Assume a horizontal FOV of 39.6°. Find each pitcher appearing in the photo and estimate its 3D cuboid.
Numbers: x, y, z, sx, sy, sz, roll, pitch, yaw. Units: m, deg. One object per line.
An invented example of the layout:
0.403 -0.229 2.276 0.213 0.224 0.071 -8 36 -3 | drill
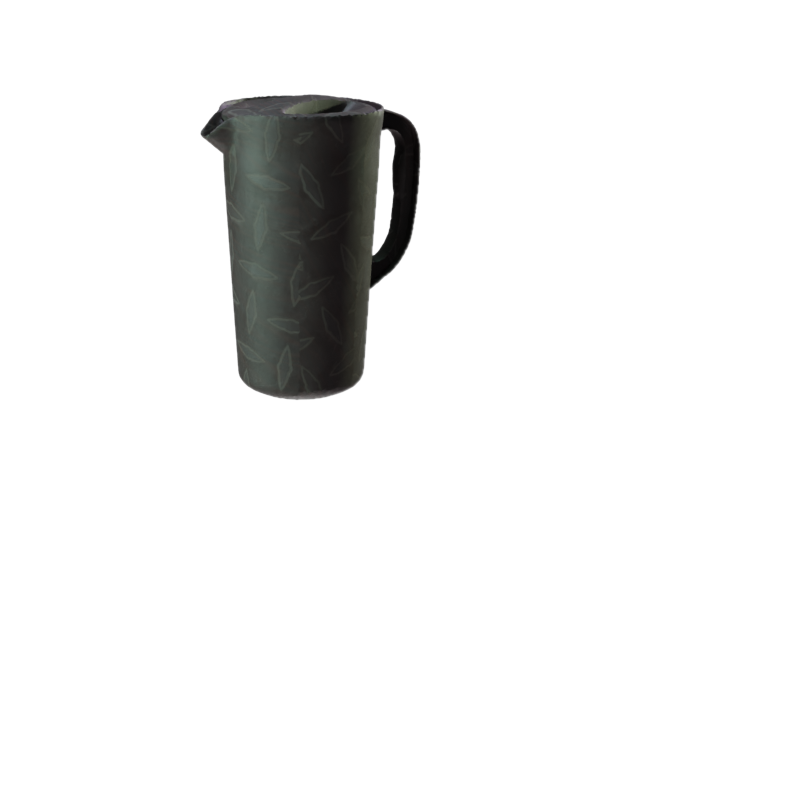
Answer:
-0.072 -0.132 0.923 0.153 0.234 0.147 6 18 17 | pitcher
